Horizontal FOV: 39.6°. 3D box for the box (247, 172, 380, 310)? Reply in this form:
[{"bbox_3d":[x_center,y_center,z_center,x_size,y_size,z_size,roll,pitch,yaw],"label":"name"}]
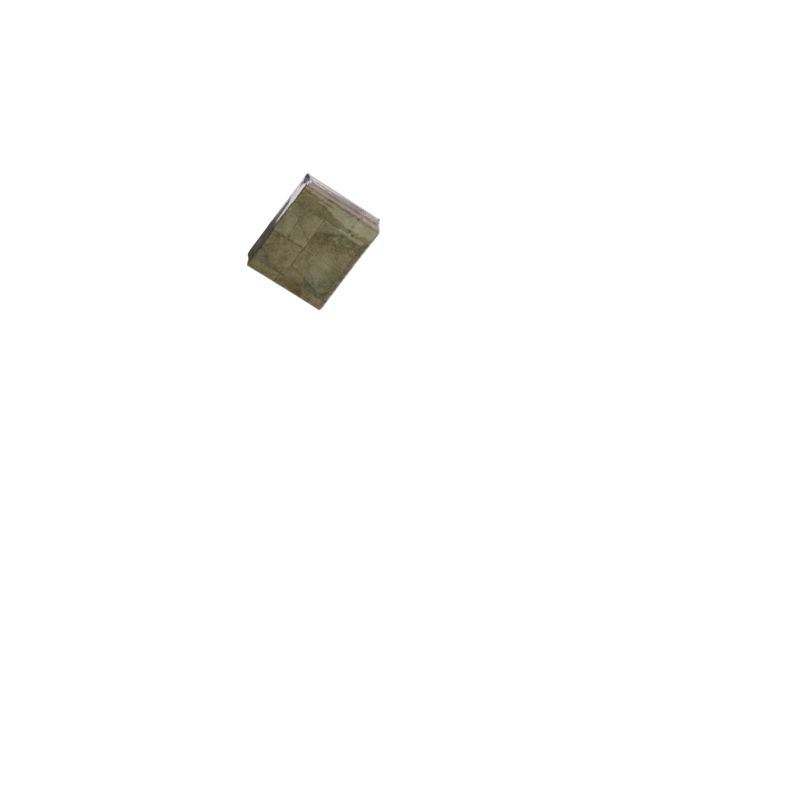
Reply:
[{"bbox_3d":[-0.070,-0.128,0.898,0.071,0.087,0.032,32,21,-15],"label":"box"}]
